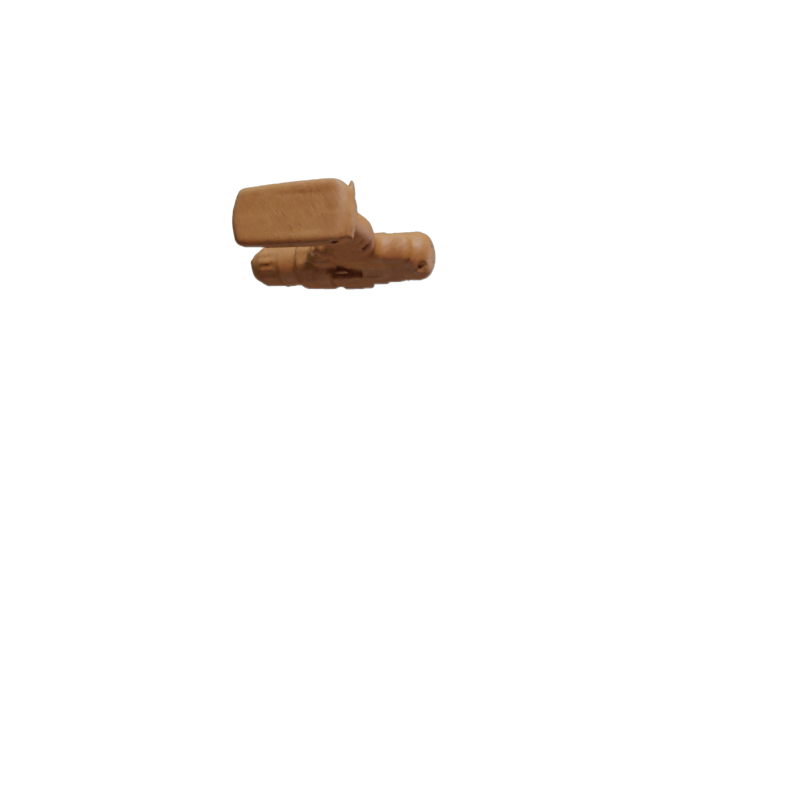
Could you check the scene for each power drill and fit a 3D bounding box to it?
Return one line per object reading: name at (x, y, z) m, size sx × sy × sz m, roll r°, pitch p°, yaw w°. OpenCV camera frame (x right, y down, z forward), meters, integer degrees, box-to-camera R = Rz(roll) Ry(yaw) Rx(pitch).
power drill at (-0.078, -0.143, 0.999) m, size 0.188 × 0.059 × 0.178 m, roll -3°, pitch -8°, yaw 20°
